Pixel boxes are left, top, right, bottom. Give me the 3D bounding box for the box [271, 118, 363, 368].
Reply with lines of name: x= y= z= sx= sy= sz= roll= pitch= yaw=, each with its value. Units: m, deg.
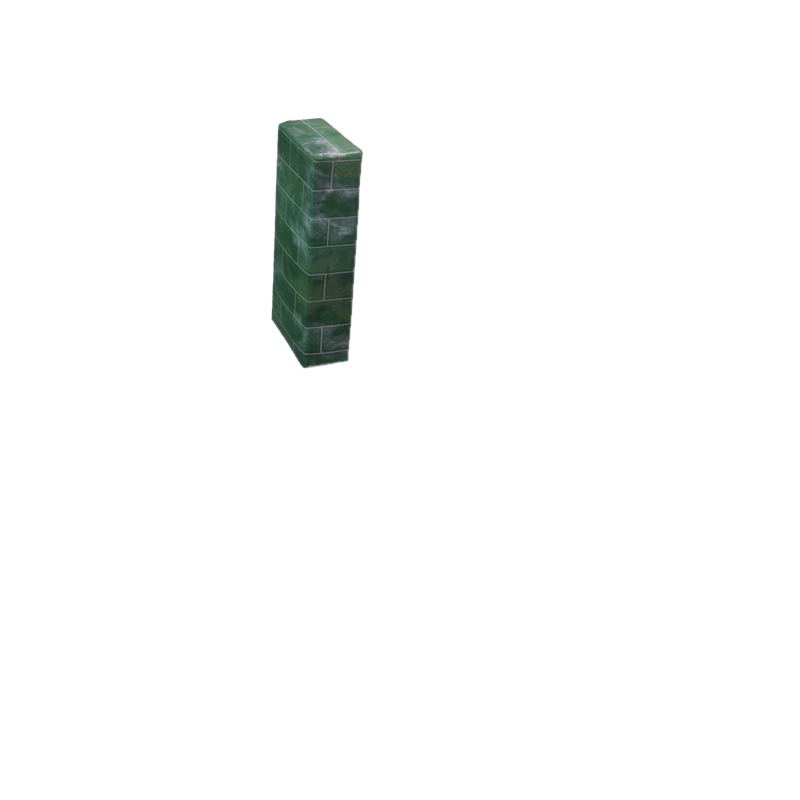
box: x=-0.069 y=-0.125 z=0.872 sx=0.047 sy=0.167 sz=0.100 roll=-8 pitch=27 yaw=-20
